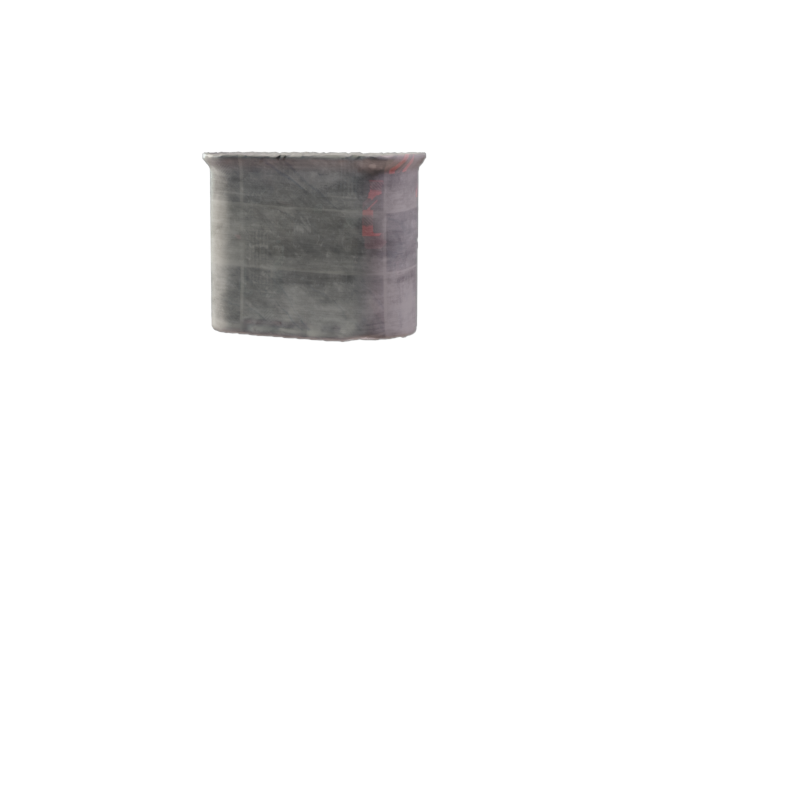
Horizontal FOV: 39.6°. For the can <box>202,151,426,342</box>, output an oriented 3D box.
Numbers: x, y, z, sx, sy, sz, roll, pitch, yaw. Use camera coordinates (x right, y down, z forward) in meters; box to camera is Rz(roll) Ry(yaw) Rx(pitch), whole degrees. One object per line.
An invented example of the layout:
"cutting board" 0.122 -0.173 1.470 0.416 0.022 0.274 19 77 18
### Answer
"can" -0.041 -0.074 0.519 0.105 0.082 0.057 5 9 22
